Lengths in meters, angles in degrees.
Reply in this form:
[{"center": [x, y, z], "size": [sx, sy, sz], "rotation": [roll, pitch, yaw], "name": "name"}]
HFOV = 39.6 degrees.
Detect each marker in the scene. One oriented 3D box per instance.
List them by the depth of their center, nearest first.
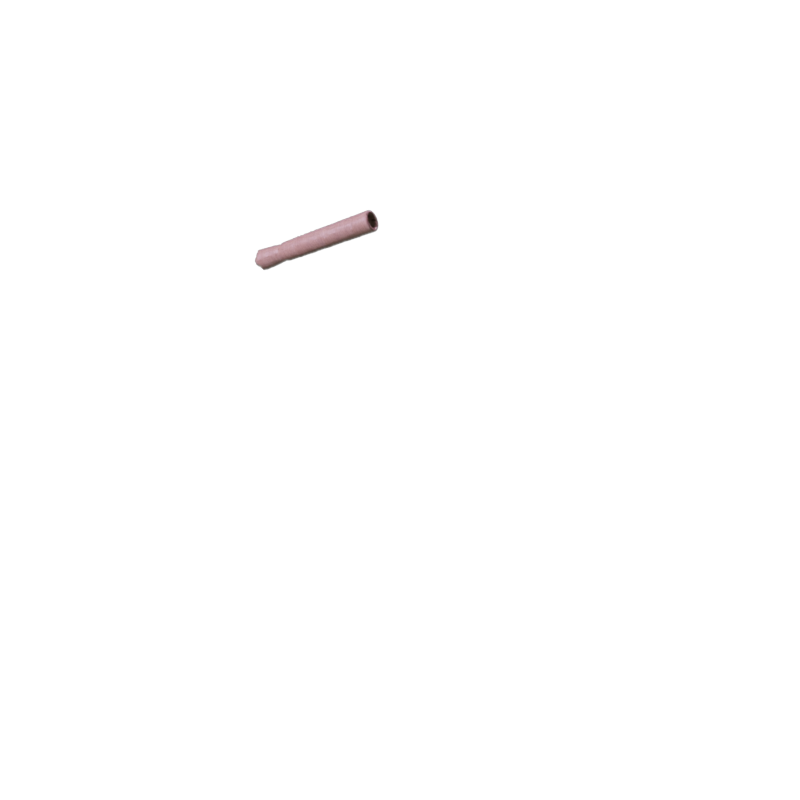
[{"center": [-0.073, -0.134, 0.938], "size": [0.123, 0.020, 0.019], "rotation": [-14, -4, 31], "name": "marker"}]
